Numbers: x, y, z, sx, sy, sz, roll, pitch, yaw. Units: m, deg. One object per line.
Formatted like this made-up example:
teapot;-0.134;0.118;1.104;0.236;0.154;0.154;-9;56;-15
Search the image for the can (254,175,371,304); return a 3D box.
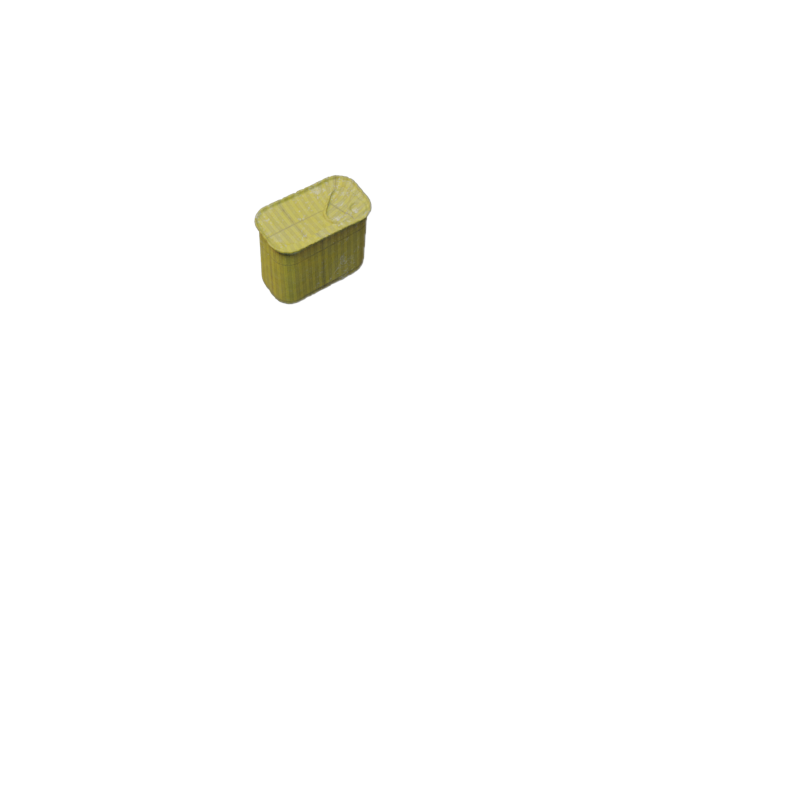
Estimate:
can;-0.078;-0.143;0.999;0.102;0.061;0.078;-29;-28;-20
